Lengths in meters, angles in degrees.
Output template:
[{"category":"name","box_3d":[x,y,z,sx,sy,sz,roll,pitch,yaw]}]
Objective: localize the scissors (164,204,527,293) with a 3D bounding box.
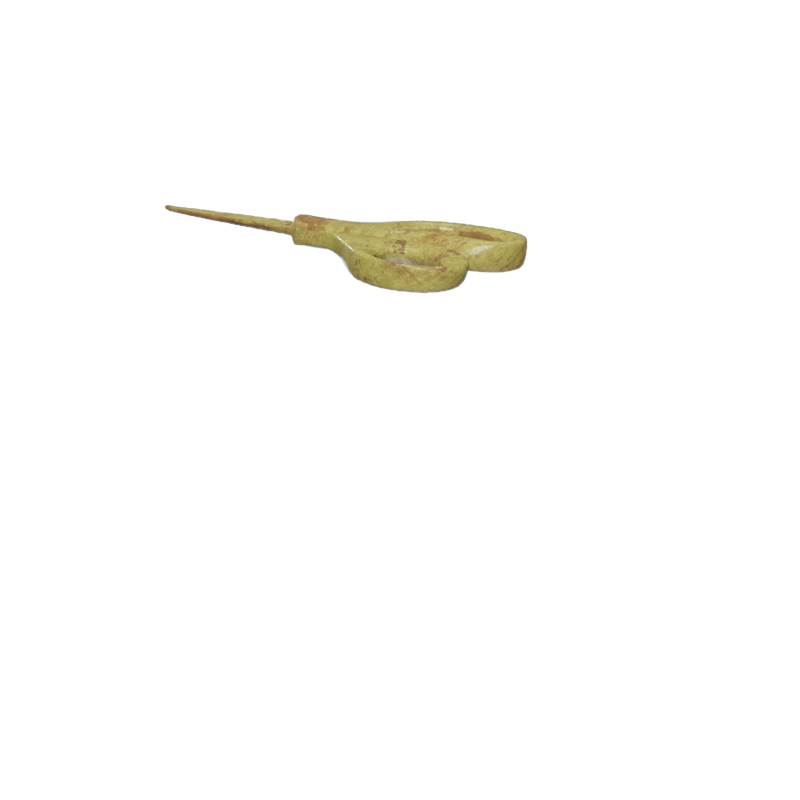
[{"category":"scissors","box_3d":[-0.042,-0.077,0.539,0.207,0.015,0.098,7,22,17]}]
